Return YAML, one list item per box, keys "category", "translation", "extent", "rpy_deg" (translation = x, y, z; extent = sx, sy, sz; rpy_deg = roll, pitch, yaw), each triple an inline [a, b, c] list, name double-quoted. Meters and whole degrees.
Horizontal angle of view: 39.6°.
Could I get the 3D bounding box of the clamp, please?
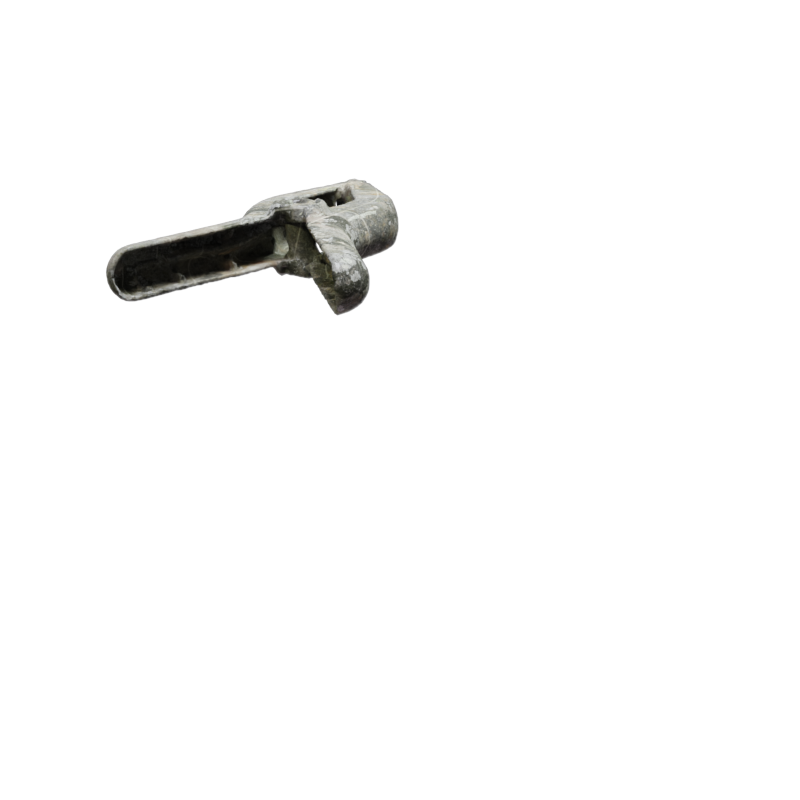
- category: "clamp"
  translation: [-0.041, -0.075, 0.524]
  extent: [0.125, 0.037, 0.172]
  rpy_deg: [13, 28, 26]
